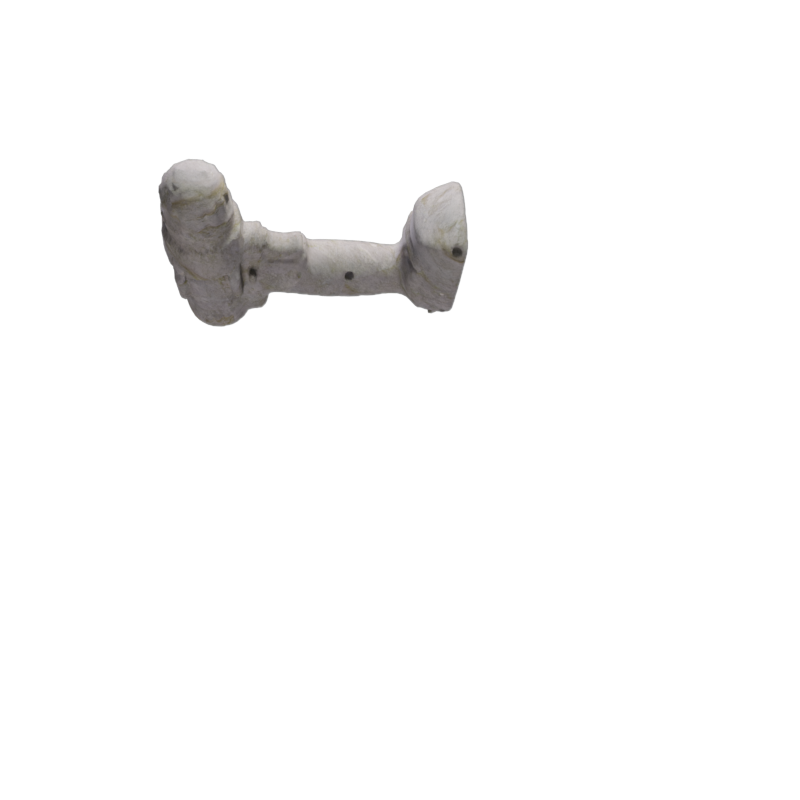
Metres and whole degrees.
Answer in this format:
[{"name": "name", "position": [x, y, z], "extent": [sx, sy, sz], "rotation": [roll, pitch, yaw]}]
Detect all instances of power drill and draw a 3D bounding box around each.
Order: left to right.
[{"name": "power drill", "position": [-0.055, -0.100, 0.702], "extent": [0.188, 0.060, 0.176], "rotation": [0, -18, -1]}]
